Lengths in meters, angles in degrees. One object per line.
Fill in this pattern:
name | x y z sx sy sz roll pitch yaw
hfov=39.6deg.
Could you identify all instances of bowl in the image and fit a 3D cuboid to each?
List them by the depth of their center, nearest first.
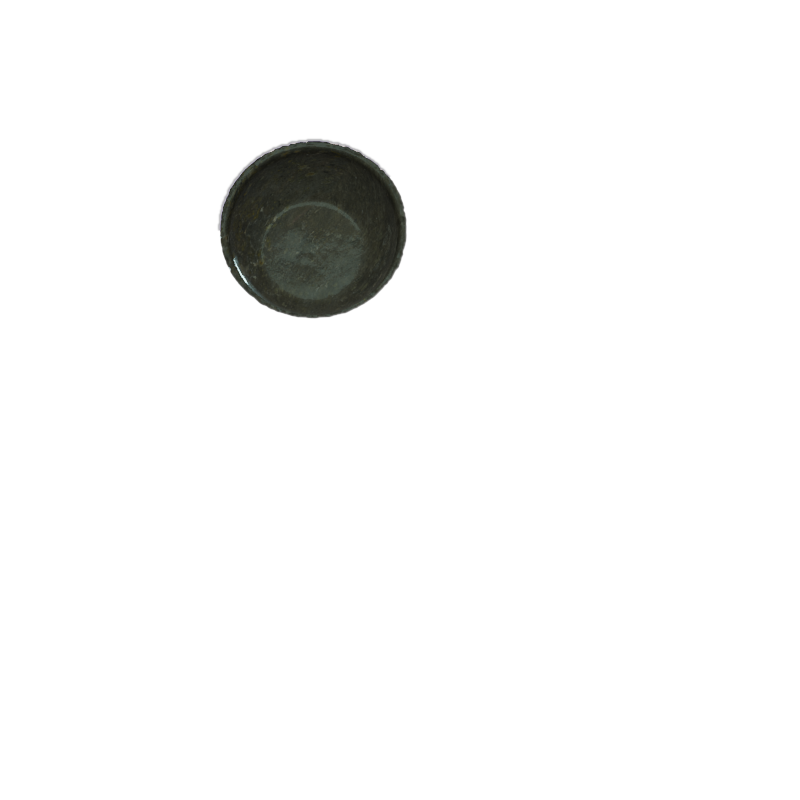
bowl | -0.073 -0.133 0.930 0.162 0.155 0.058 1 22 -1
